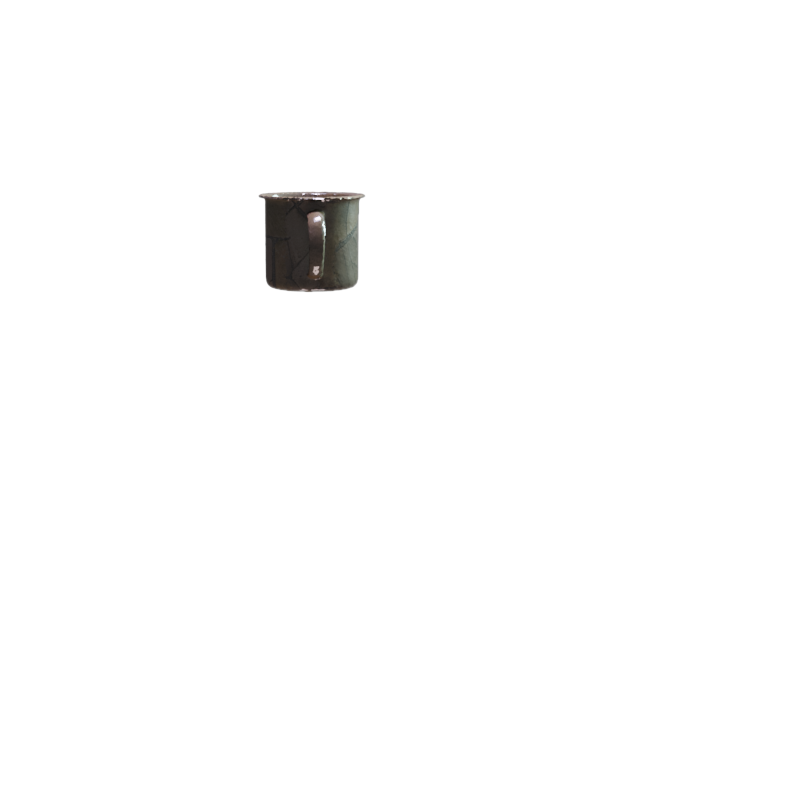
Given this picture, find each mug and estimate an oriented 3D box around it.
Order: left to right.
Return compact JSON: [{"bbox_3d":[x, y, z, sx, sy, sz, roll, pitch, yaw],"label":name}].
[{"bbox_3d":[-0.075,-0.137,0.960,0.092,0.080,0.121,-1,11,-9],"label":"mug"}]
